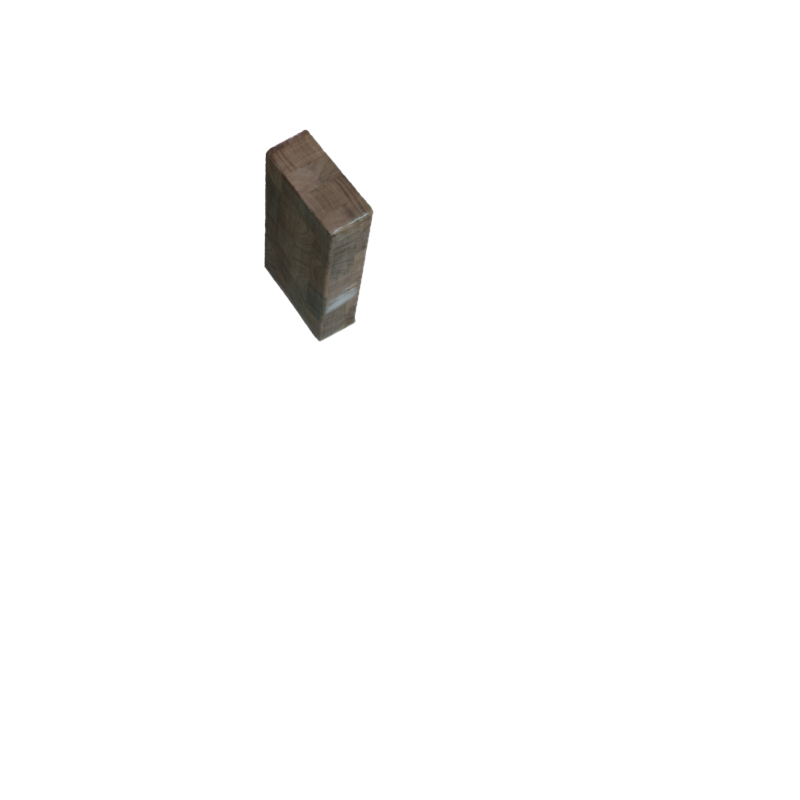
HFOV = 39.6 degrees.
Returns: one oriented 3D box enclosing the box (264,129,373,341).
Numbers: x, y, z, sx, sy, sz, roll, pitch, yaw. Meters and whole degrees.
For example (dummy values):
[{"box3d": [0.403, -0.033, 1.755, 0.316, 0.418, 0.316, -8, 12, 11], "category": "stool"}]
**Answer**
[{"box3d": [-0.070, -0.128, 0.895, 0.048, 0.099, 0.166, -31, -20, -16], "category": "box"}]
